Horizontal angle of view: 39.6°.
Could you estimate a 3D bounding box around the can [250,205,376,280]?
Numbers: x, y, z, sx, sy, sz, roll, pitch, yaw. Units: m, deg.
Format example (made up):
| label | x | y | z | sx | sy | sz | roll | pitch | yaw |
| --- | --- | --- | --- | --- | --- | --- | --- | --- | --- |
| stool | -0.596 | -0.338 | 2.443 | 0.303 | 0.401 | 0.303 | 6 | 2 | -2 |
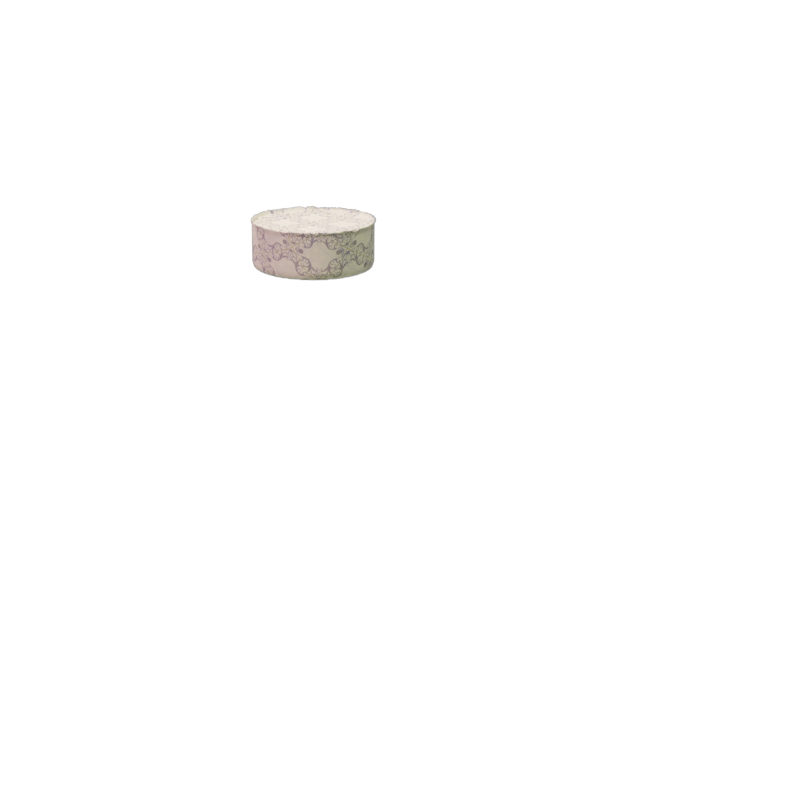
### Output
| label | x | y | z | sx | sy | sz | roll | pitch | yaw |
| --- | --- | --- | --- | --- | --- | --- | --- | --- | --- |
| can | -0.060 | -0.109 | 0.762 | 0.086 | 0.032 | 0.089 | -1 | 20 | -2 |
